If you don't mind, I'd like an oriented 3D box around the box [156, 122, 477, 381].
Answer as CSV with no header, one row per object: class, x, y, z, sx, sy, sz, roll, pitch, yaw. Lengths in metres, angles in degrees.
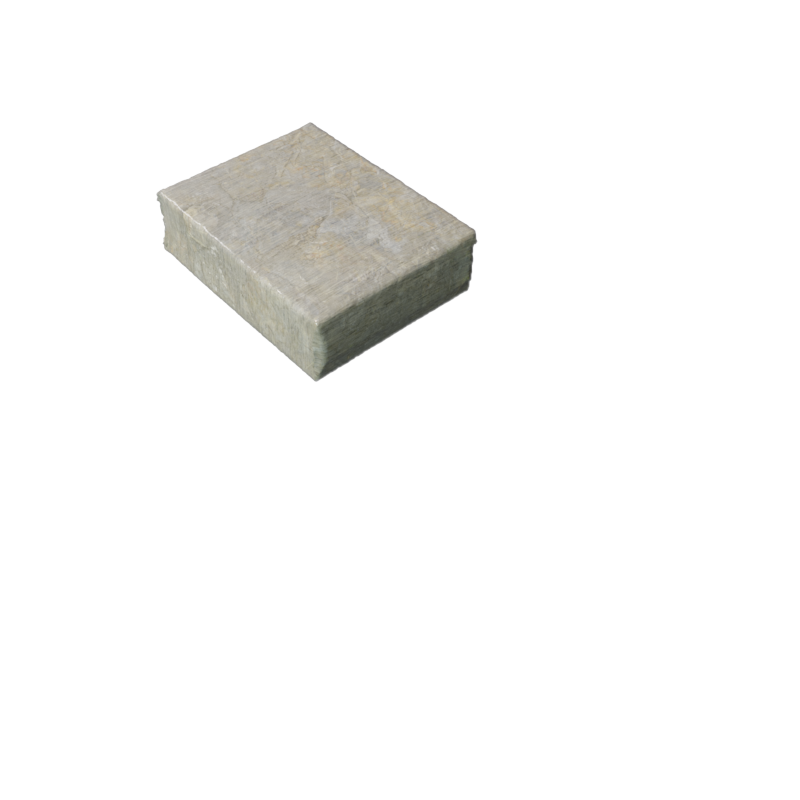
box,-0.038,-0.069,0.485,0.090,0.036,0.122,-30,50,-30
